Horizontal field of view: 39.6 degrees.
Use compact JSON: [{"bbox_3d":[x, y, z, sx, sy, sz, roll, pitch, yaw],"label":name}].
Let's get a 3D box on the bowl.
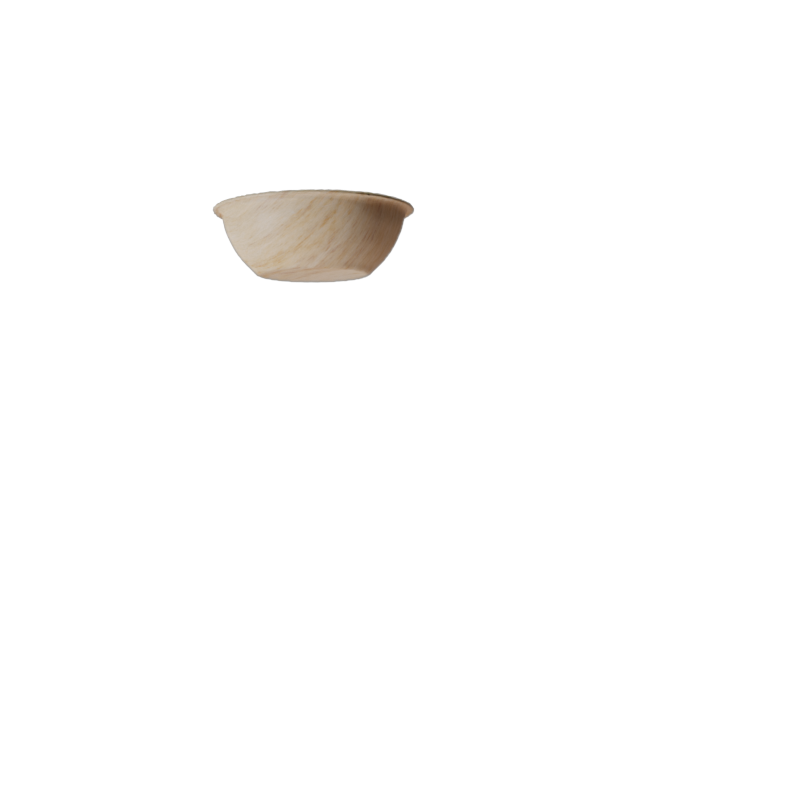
[{"bbox_3d":[-0.070,-0.127,0.888,0.162,0.056,0.160,0,-2,-2],"label":"bowl"}]
